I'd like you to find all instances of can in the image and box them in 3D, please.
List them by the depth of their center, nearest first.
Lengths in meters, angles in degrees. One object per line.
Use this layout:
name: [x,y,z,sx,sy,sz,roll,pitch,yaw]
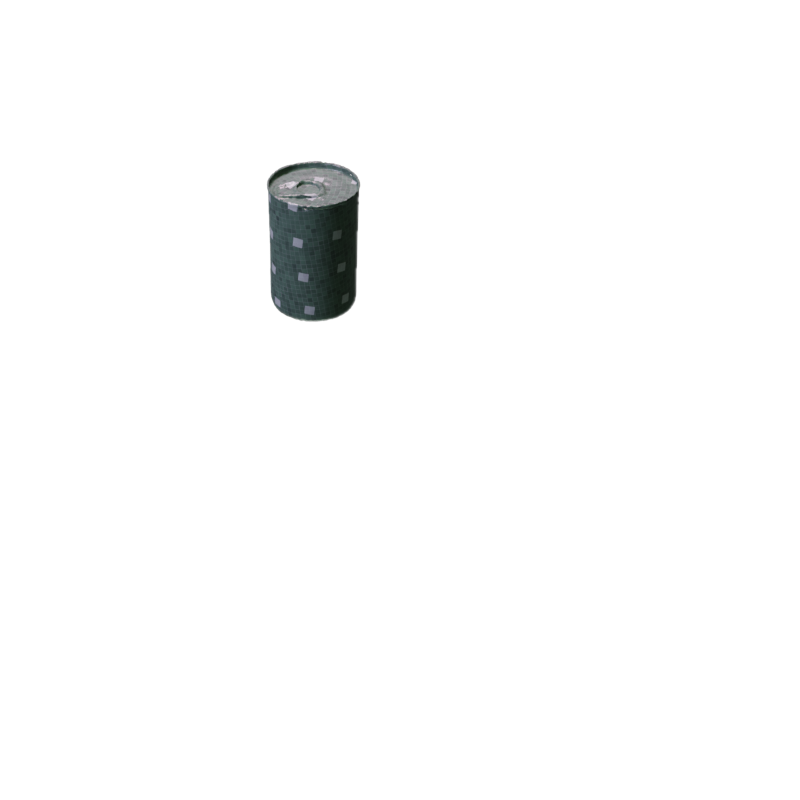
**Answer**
can: [-0.065,-0.119,0.832,0.068,0.096,0.073,0,36,-3]
